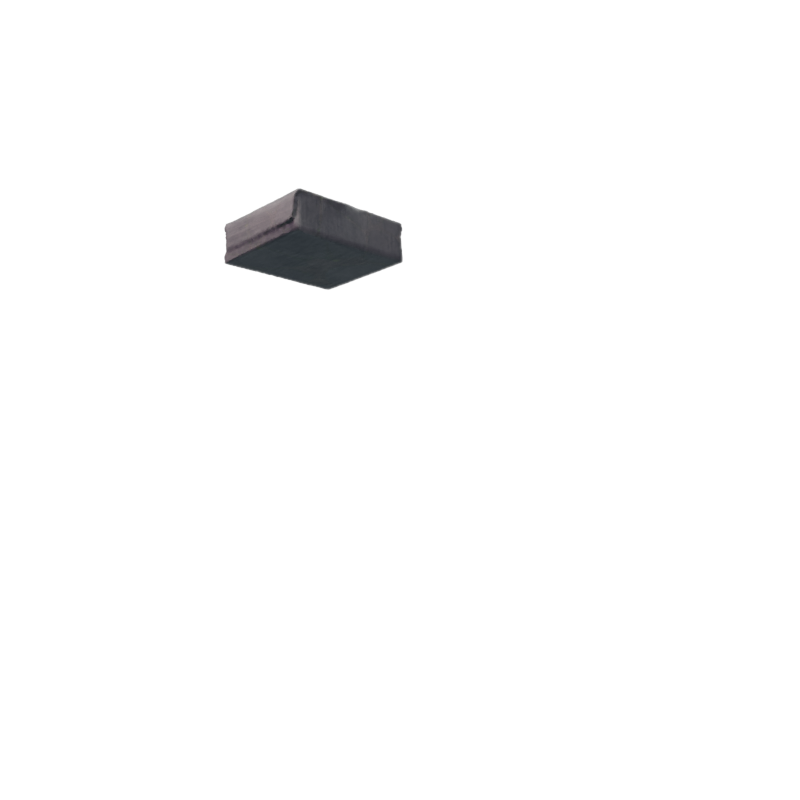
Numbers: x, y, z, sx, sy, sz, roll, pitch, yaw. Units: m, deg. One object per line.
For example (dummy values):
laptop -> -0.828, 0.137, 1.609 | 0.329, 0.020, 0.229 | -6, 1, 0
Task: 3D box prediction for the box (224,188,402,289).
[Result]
box -> -0.055, -0.100, 0.697 | 0.084, 0.031, 0.074 | 13, -20, -40
